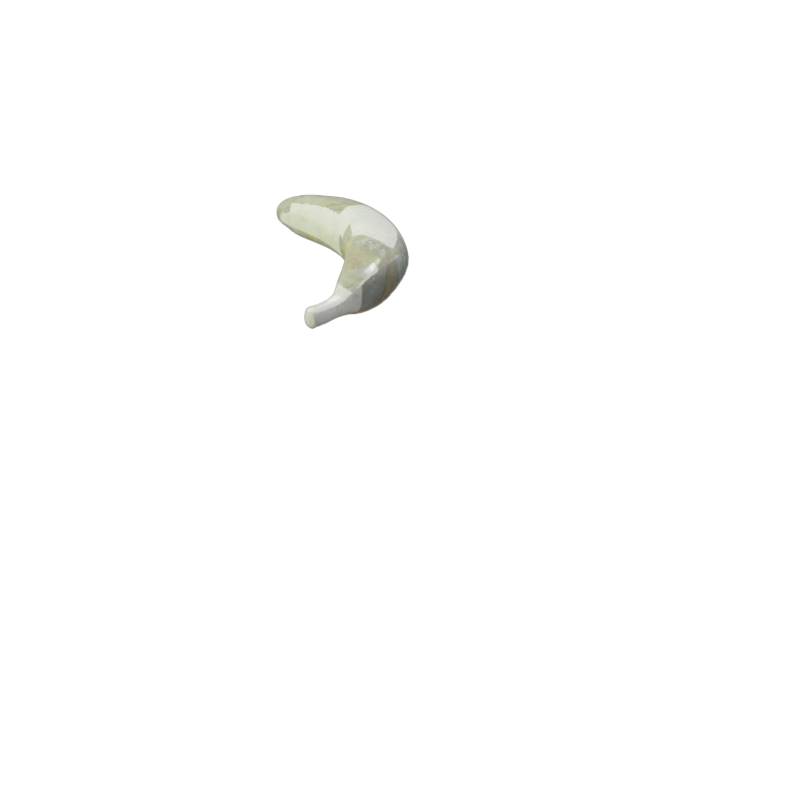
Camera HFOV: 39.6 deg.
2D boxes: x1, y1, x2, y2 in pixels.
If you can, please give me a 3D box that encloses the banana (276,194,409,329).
[{"bbox_3d":[-0.035,-0.097,0.681,0.069,0.035,0.209,-3,24,-9],"label":"banana"}]
